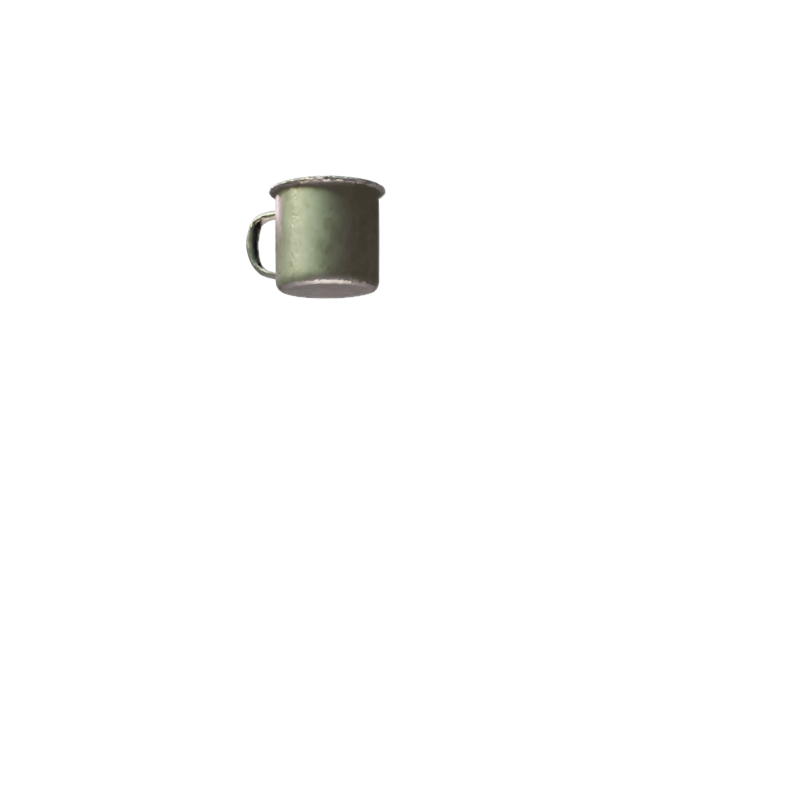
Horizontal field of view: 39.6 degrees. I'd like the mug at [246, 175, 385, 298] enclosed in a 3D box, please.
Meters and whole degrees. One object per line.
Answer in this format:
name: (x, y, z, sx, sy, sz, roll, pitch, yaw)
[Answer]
mug: (-0.069, -0.125, 0.877, 0.120, 0.084, 0.089, -3, -8, 20)
